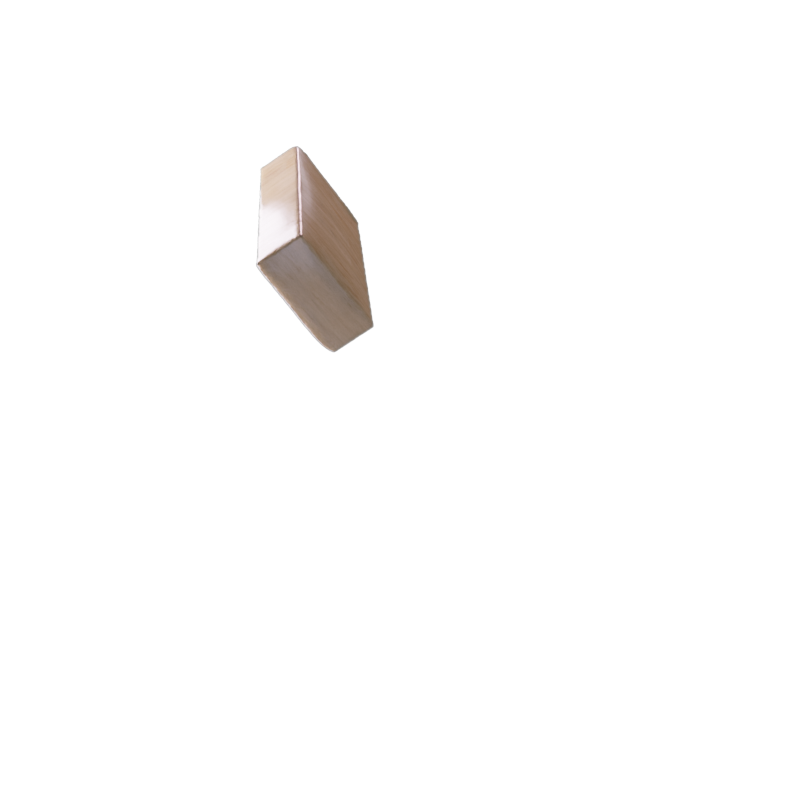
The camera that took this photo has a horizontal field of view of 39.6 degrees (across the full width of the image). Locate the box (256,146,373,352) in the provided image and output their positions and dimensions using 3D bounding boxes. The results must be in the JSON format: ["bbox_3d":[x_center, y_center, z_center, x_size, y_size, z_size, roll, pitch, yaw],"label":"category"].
[{"bbox_3d":[-0.066,-0.122,0.850,0.048,0.088,0.188,-31,30,16],"label":"box"}]
